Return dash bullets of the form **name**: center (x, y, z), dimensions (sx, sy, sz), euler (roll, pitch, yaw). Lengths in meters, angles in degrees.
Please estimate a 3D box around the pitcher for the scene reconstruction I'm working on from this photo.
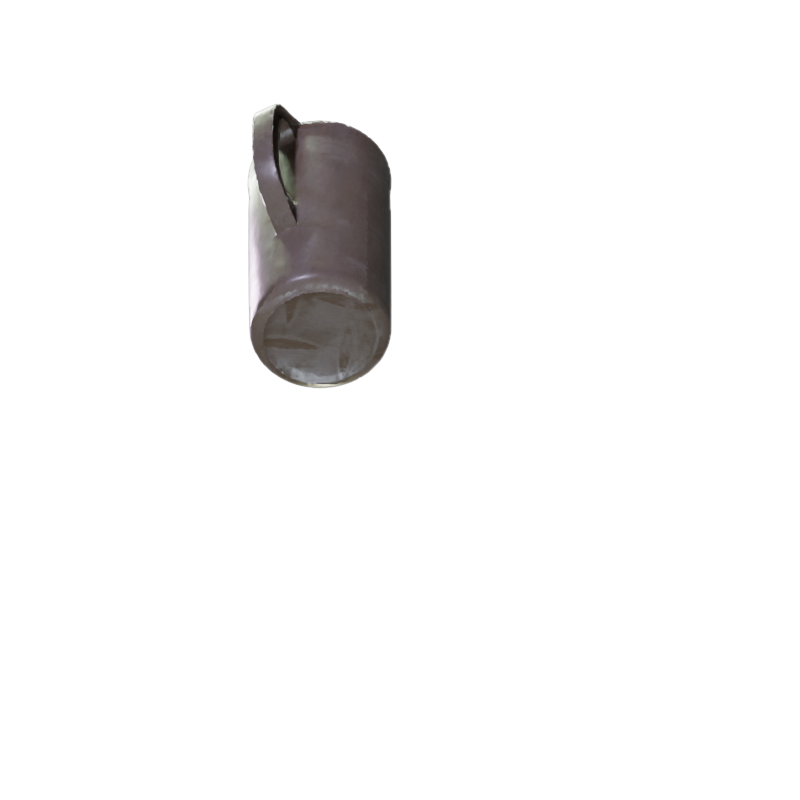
- **pitcher**: center (-0.073, -0.132, 0.926), dimensions (0.146, 0.139, 0.260), euler (15, 35, -14)
